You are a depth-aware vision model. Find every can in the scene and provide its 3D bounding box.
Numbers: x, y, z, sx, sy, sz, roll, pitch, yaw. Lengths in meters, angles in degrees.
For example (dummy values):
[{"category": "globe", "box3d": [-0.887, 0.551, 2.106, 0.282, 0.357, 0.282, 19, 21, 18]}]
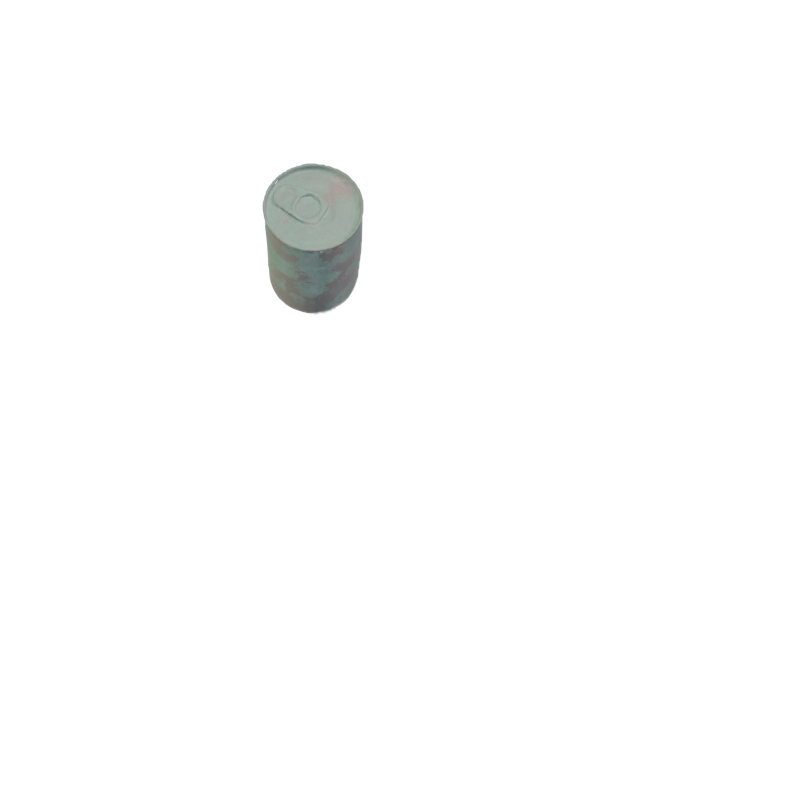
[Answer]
[{"category": "can", "box3d": [-0.062, -0.112, 0.786, 0.068, 0.072, 0.097, 0, -24, -3]}]
